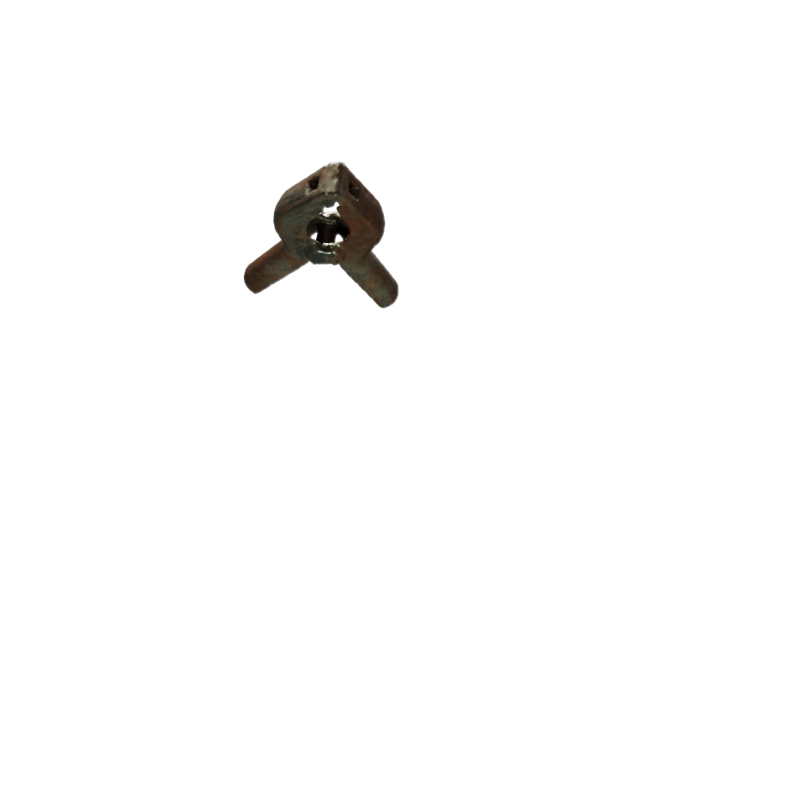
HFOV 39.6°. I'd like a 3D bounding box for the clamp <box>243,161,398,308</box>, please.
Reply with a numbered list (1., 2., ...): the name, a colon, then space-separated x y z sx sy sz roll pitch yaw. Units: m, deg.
1. clamp: -0.064 -0.116 0.811 0.121 0.042 0.160 -2 -28 3
